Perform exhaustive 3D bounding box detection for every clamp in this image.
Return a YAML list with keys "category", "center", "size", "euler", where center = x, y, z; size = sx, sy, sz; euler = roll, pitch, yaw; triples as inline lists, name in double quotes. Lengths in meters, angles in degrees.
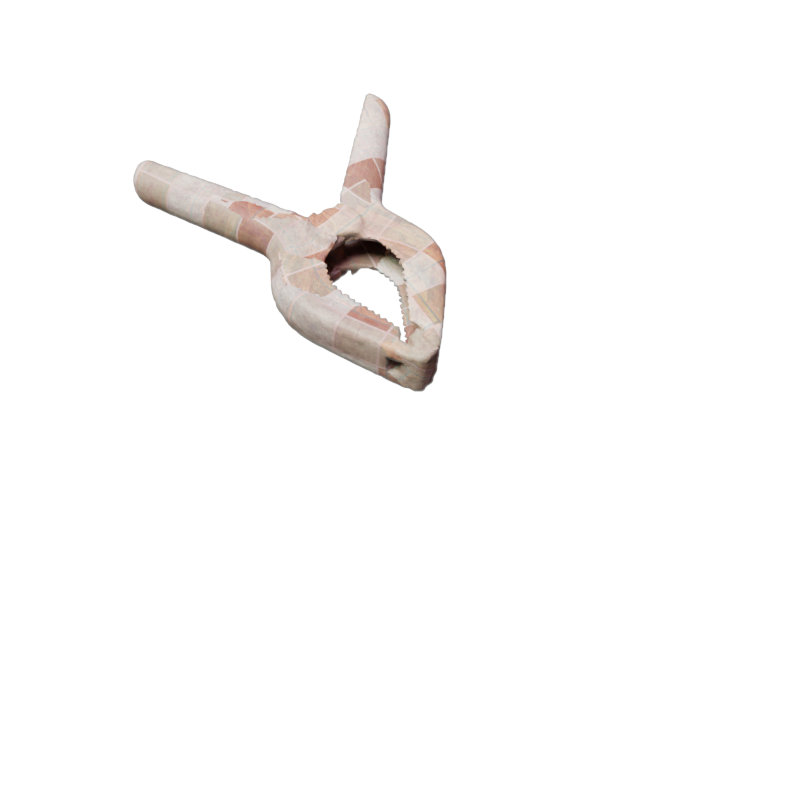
- category: "clamp"
  center: [-0.048, -0.087, 0.609]
  size: [0.163, 0.227, 0.034]
  euler: [-16, -39, -14]
